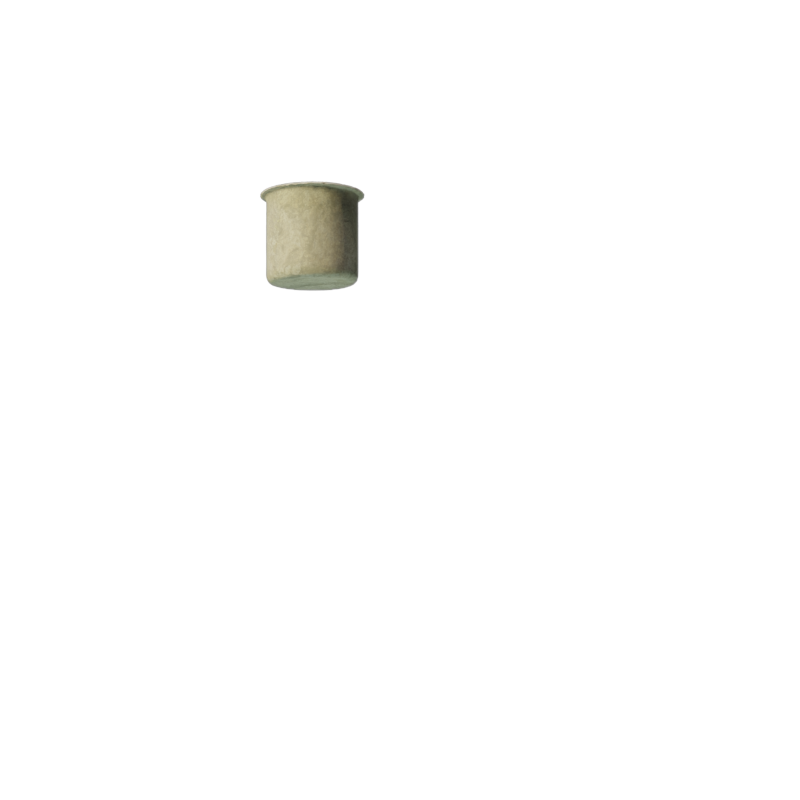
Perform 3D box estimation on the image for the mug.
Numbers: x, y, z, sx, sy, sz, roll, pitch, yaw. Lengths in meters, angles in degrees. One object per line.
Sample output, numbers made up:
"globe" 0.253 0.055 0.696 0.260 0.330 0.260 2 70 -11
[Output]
"mug" -0.078 -0.142 0.994 0.093 0.083 0.114 -1 -7 2
